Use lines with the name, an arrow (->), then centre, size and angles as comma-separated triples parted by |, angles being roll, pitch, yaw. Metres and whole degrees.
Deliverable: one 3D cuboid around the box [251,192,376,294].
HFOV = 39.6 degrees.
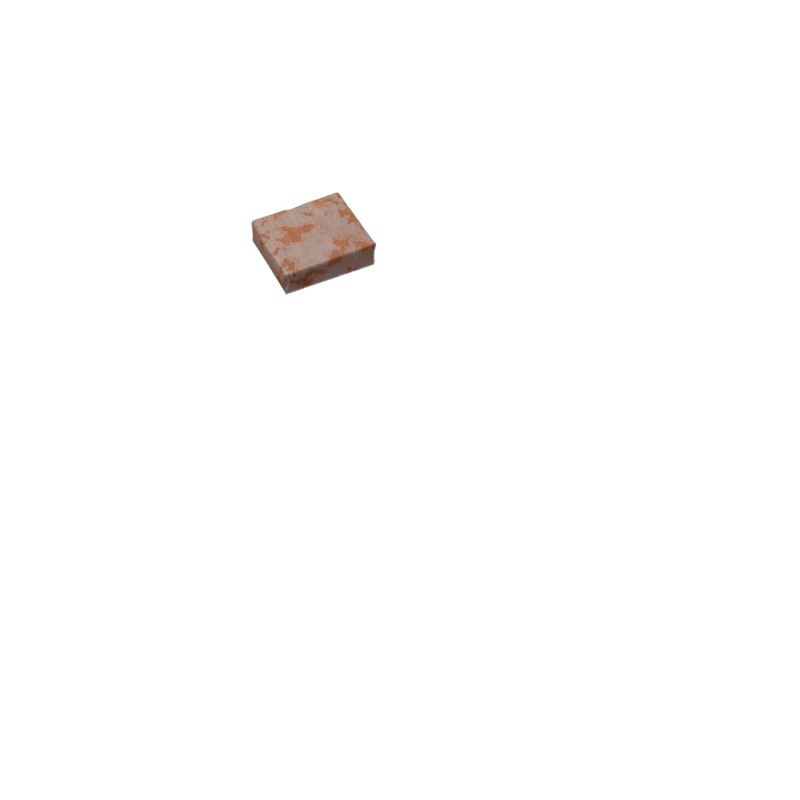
box -> -0.076, -0.139, 0.975 | 0.088, 0.079, 0.028 | -21, -37, -17
